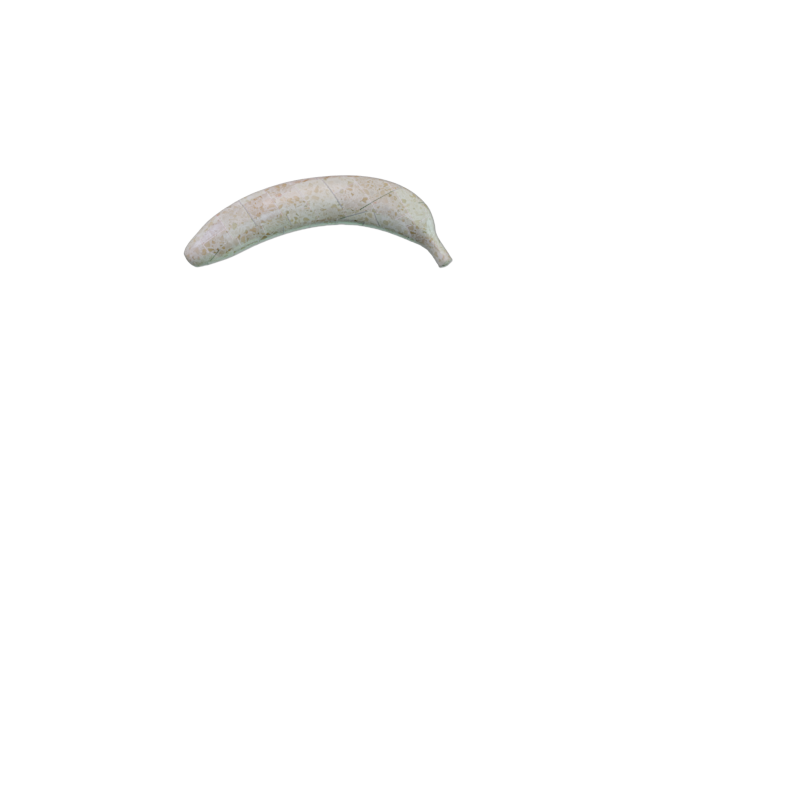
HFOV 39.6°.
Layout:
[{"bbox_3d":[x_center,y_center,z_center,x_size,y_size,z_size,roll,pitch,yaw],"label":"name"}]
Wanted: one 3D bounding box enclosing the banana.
[{"bbox_3d":[-0.061,-0.134,0.821,0.197,0.074,0.035,-1,-24,0],"label":"banana"}]
